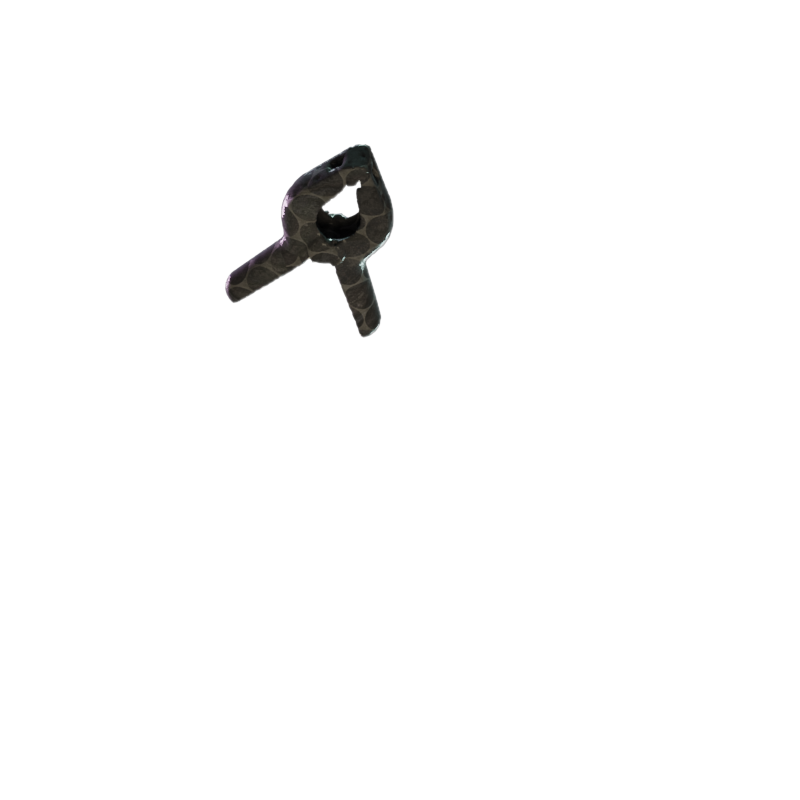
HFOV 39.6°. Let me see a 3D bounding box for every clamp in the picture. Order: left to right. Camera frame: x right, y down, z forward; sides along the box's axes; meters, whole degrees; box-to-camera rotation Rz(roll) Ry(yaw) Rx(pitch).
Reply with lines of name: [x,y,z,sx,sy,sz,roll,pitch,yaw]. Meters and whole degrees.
clamp: [-0.062,-0.114,0.798,0.119,0.042,0.161,6,-45,-7]
